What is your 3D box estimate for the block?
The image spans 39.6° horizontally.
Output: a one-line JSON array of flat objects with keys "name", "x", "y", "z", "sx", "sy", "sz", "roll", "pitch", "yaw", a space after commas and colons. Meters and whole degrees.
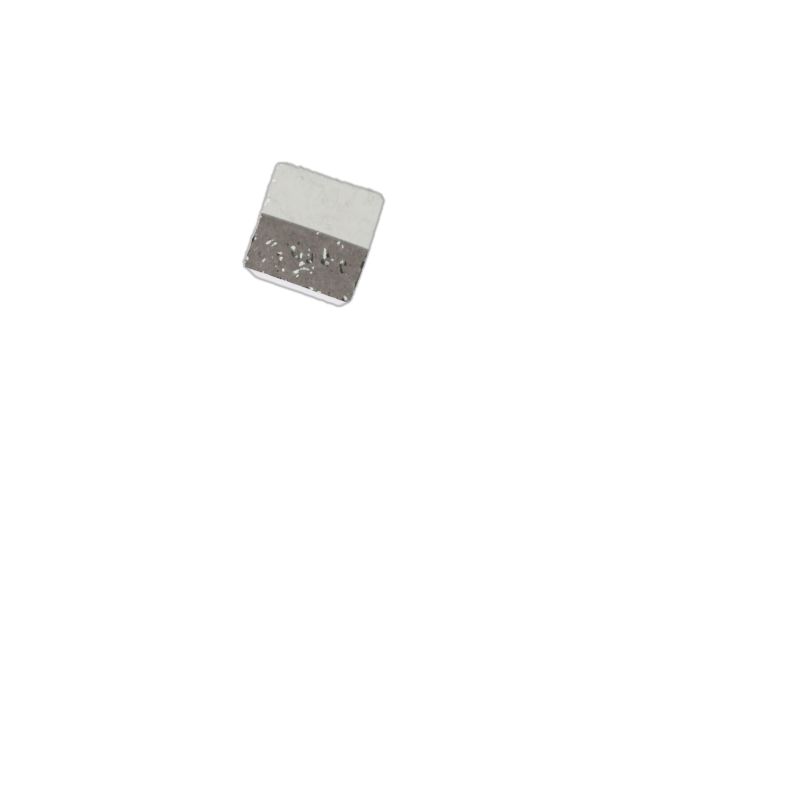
[{"name": "block", "x": -0.075, "y": -0.137, "z": 0.959, "sx": 0.090, "sy": 0.090, "sz": 0.206, "roll": 18, "pitch": 1, "yaw": -4}]
